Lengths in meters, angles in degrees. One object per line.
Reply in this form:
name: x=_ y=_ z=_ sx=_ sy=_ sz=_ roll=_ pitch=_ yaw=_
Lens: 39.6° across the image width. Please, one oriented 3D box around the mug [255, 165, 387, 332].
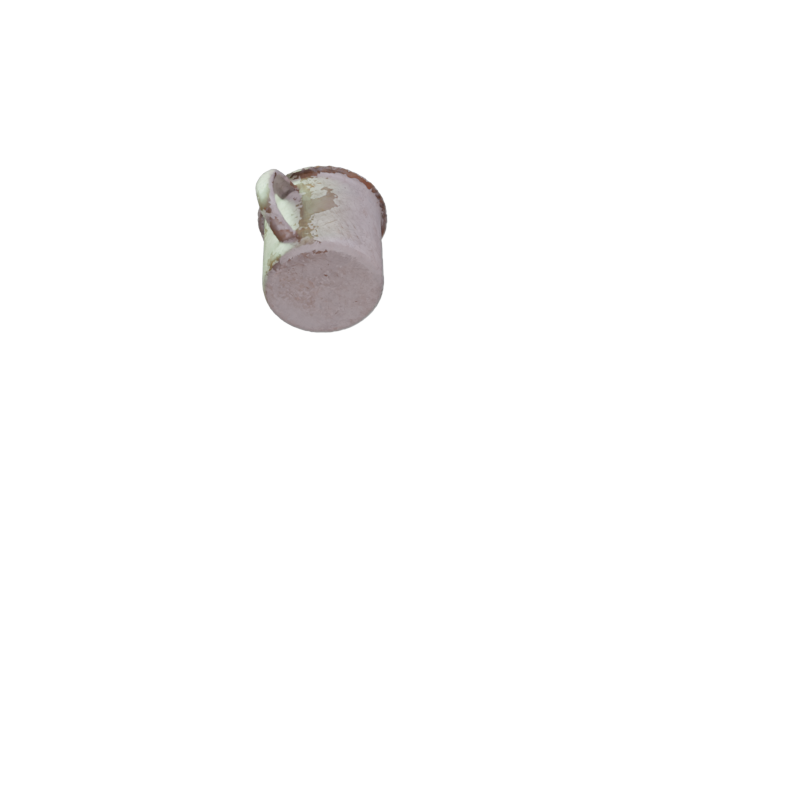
mug: x=-0.059 y=-0.108 z=0.757 sx=0.093 sy=0.087 sz=0.109 roll=-25 pitch=-53 yaw=19
